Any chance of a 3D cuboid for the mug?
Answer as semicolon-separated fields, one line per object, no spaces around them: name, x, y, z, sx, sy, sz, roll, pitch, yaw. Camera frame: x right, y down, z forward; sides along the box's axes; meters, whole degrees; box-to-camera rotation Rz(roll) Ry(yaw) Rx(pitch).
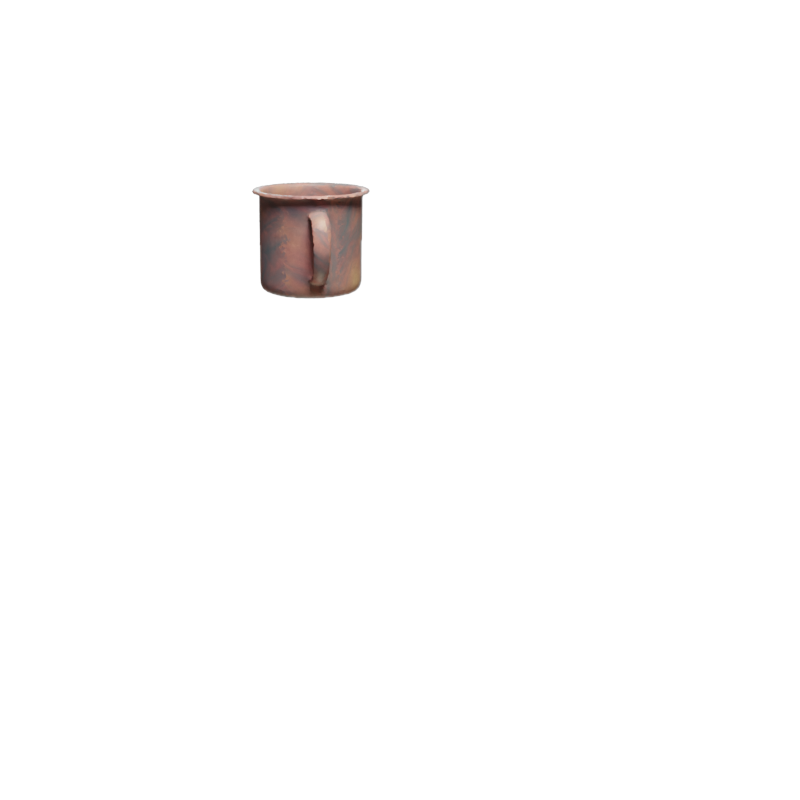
mug;-0.069;-0.125;0.876;0.092;0.079;0.122;-3;15;-12
